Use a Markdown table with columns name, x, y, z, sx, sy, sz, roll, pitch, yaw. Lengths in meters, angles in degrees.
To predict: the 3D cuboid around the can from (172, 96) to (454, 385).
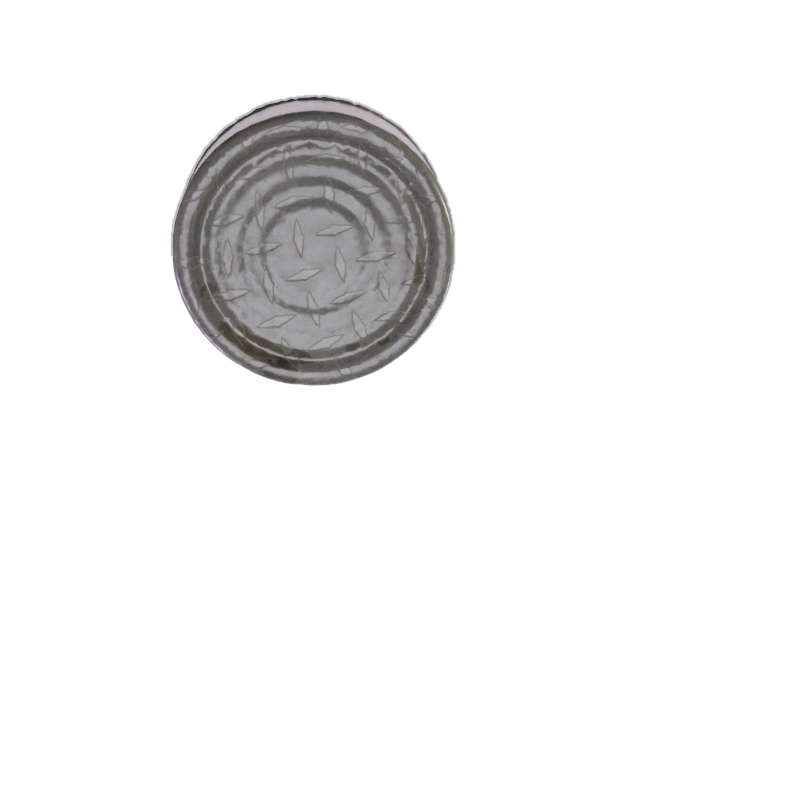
| name | x | y | z | sx | sy | sz | roll | pitch | yaw |
| --- | --- | --- | --- | --- | --- | --- | --- | --- | --- |
| can | -0.027 | -0.049 | 0.341 | 0.086 | 0.083 | 0.035 | 0 | 16 | -1 |
